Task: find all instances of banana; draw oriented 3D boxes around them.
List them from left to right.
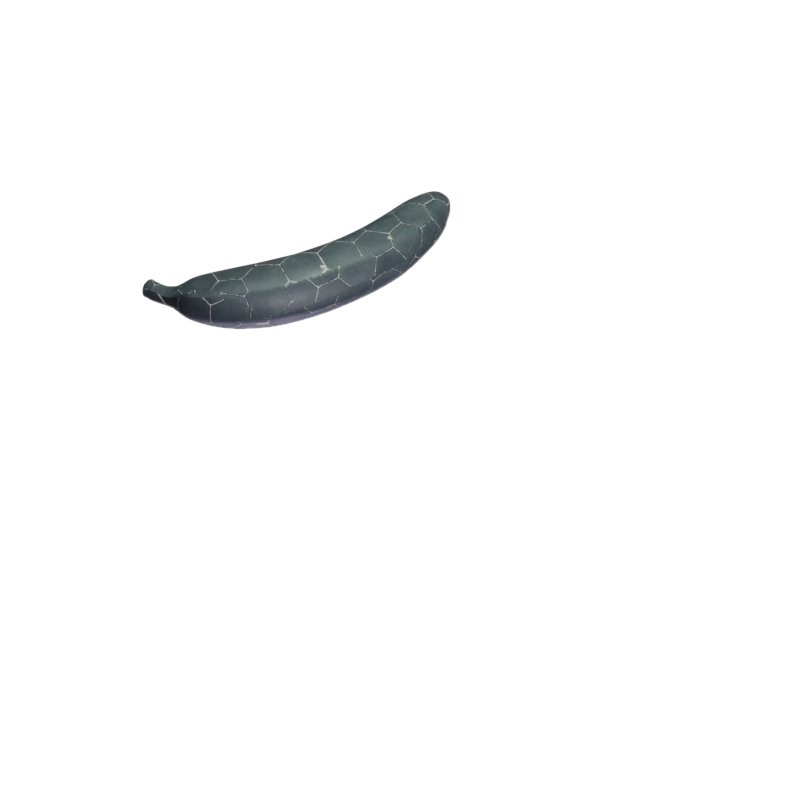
[{"bbox_3d":[-0.046,-0.080,0.641,0.196,0.034,0.075,-18,47,-18],"label":"banana"}]
